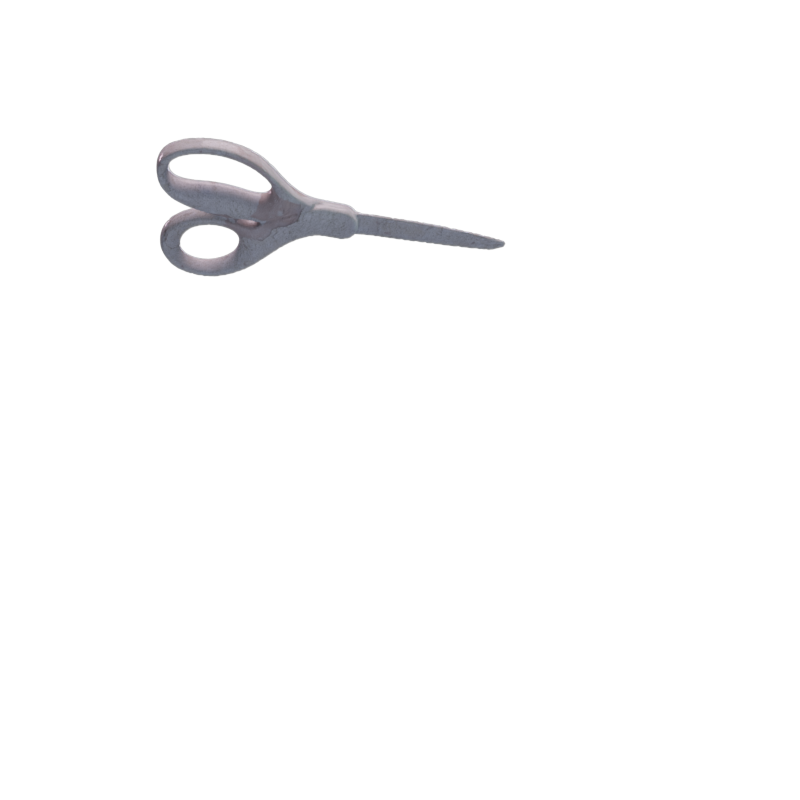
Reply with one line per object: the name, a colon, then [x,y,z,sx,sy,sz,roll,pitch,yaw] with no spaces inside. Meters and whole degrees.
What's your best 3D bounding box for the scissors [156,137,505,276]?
scissors: [-0.050,-0.091,0.638,0.195,0.093,0.017,20,37,-16]
